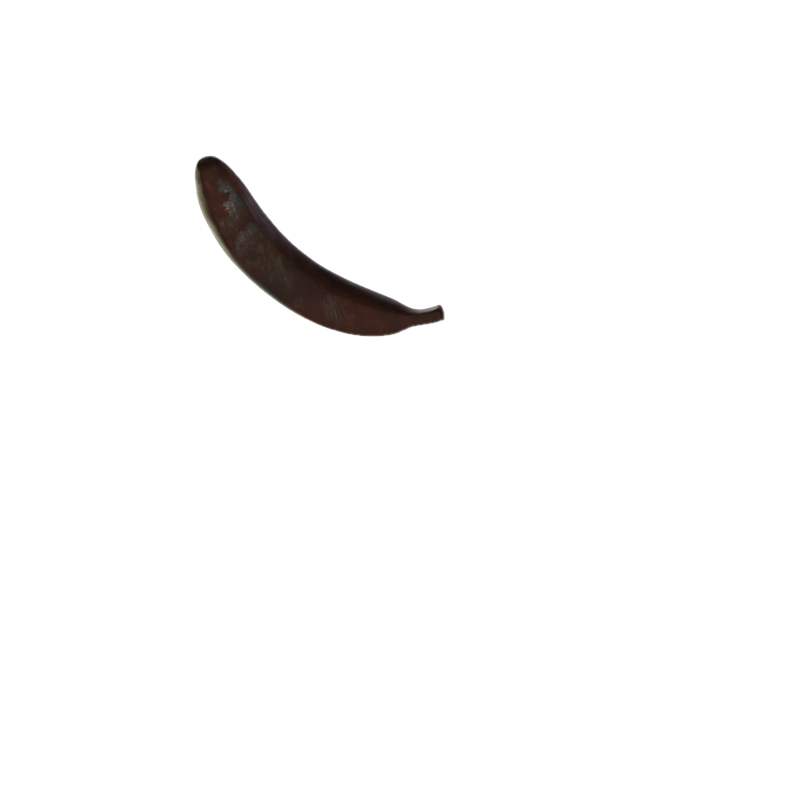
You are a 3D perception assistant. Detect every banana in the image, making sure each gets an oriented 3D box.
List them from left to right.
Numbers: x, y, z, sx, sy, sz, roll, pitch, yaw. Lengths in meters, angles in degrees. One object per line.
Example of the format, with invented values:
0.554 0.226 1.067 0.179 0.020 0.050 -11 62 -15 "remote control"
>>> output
-0.066 -0.091 0.735 0.188 0.068 0.039 30 32 -22 "banana"
